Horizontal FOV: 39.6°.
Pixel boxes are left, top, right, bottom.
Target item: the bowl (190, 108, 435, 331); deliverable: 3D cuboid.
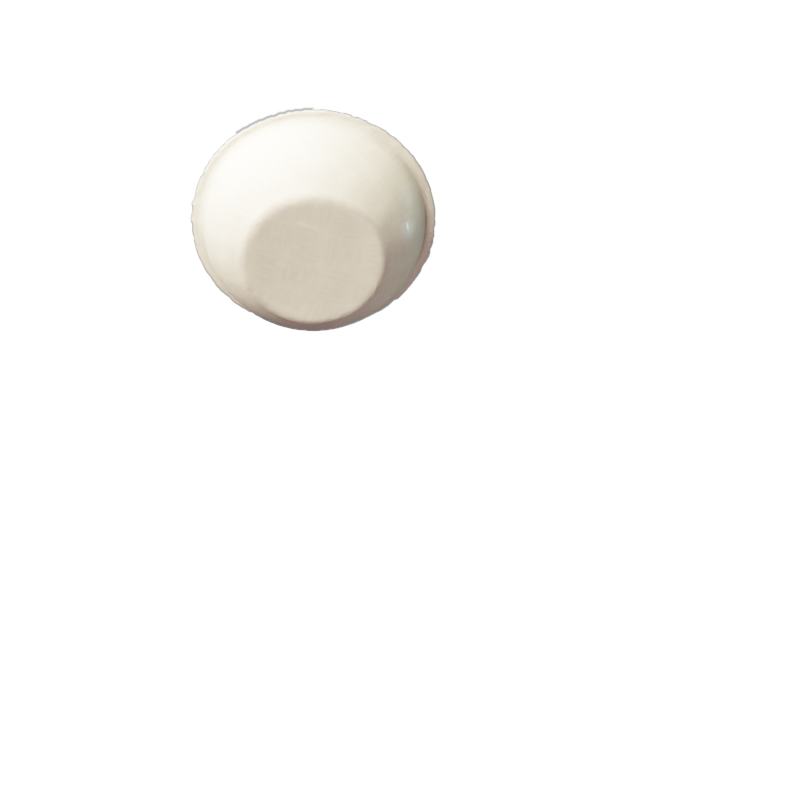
[{"bbox_3d":[-0.056,-0.102,0.711,0.162,0.153,0.058,1,30,-1],"label":"bowl"}]
